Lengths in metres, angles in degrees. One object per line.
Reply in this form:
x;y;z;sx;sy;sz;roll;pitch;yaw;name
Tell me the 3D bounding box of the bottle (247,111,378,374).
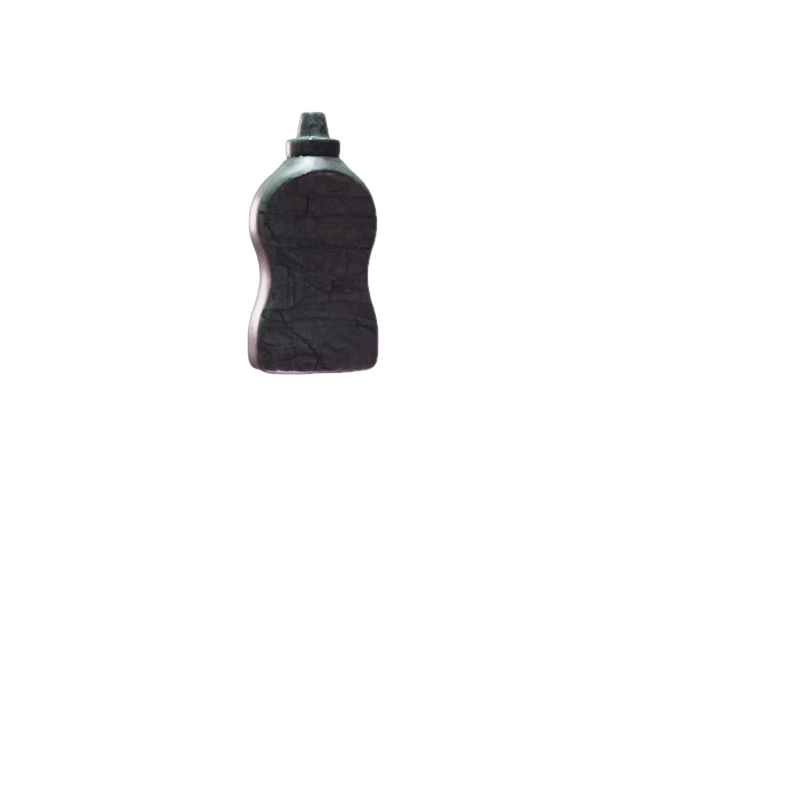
-0.065;-0.118;0.824;0.094;0.192;0.060;0;1;-19;bottle
